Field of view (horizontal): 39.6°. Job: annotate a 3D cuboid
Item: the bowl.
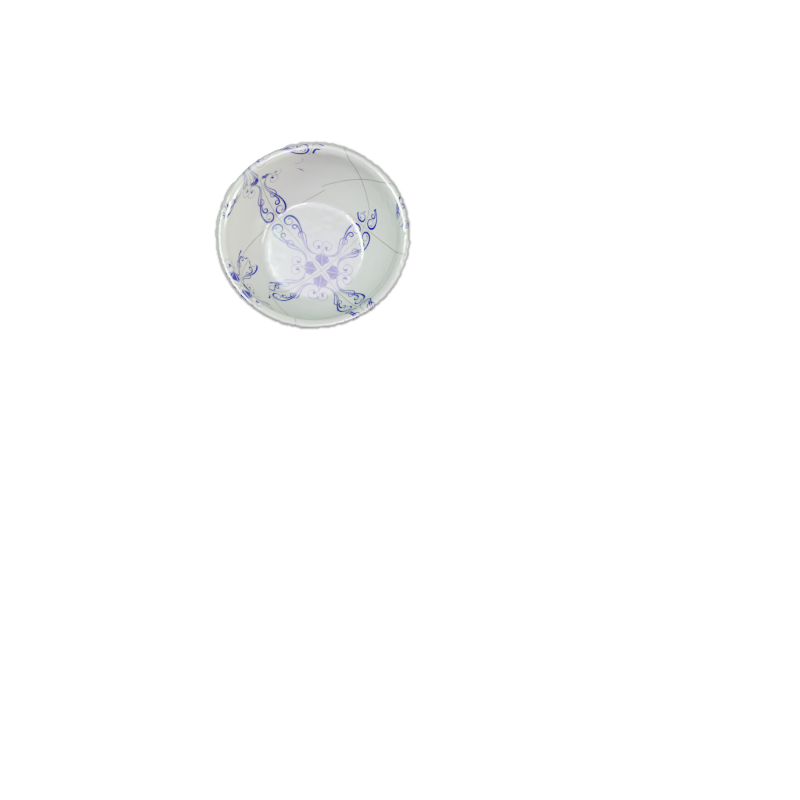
[{"bbox_3d":[-0.074,-0.136,0.950,0.162,0.168,0.053,0,-15,-1],"label":"bowl"}]
